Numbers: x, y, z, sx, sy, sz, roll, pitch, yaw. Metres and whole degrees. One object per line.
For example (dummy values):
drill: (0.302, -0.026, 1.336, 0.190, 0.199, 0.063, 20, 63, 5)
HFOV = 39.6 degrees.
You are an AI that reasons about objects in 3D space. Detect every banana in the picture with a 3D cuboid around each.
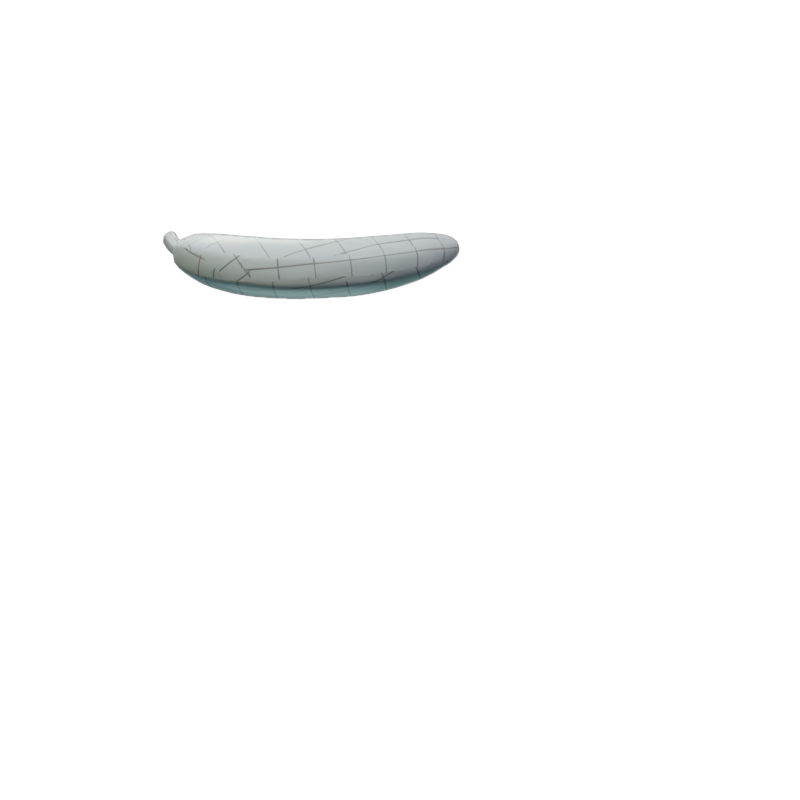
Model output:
banana: (-0.061, -0.092, 0.708, 0.199, 0.034, 0.074, 3, 37, 4)
